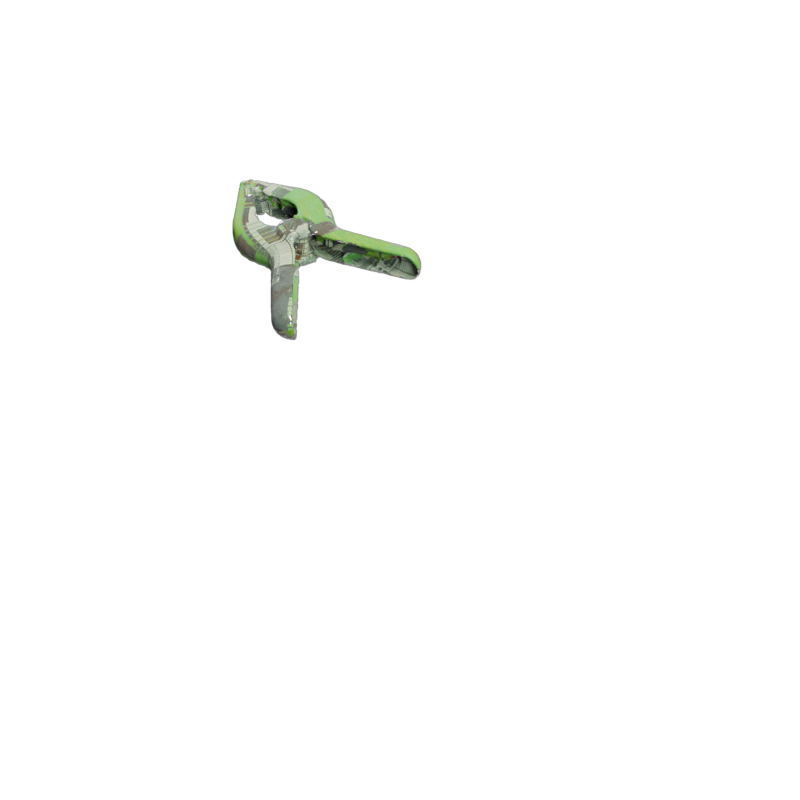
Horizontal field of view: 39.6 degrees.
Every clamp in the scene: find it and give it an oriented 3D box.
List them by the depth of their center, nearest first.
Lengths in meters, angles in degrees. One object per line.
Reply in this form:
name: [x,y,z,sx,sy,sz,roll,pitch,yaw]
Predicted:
clamp: [-0.066,-0.120,0.841,0.119,0.036,0.186,-17,47,-17]
